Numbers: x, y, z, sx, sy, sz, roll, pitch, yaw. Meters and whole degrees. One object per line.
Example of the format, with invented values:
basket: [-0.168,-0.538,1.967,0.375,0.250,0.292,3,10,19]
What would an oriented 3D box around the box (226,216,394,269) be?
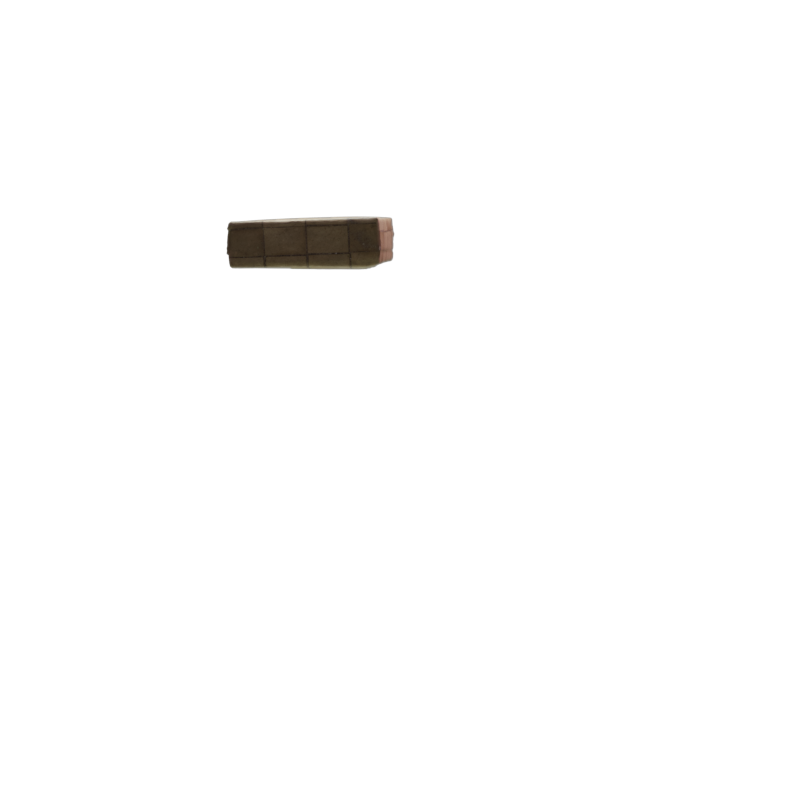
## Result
box: [-0.065,-0.119,0.835,0.115,0.038,0.090,1,9,9]
